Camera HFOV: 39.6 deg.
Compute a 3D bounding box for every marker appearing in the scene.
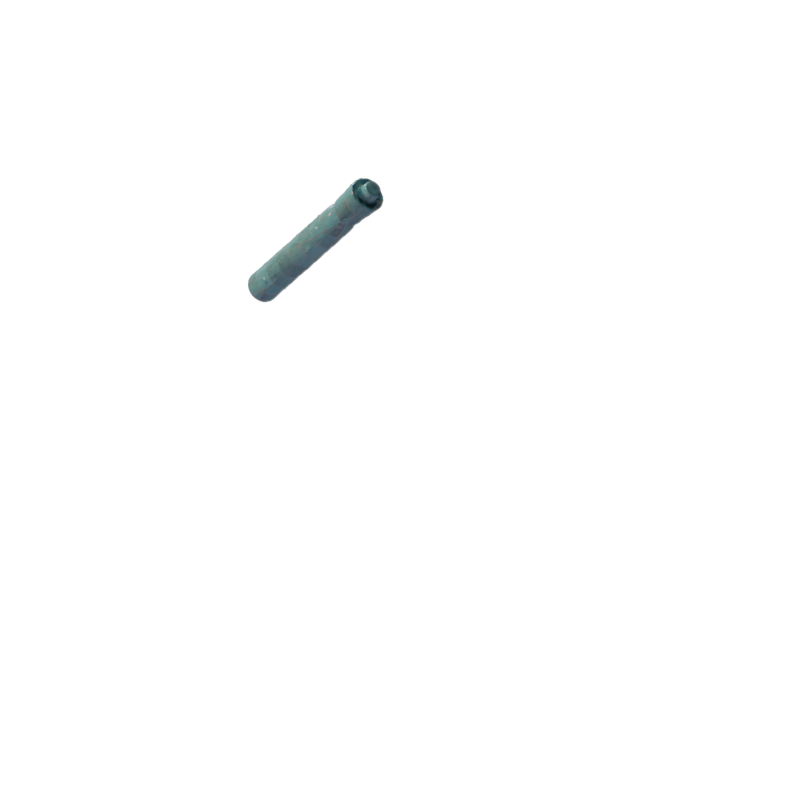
[{"bbox_3d":[-0.047,-0.085,0.595,0.019,0.021,0.120,-2,-19,-37],"label":"marker"}]
